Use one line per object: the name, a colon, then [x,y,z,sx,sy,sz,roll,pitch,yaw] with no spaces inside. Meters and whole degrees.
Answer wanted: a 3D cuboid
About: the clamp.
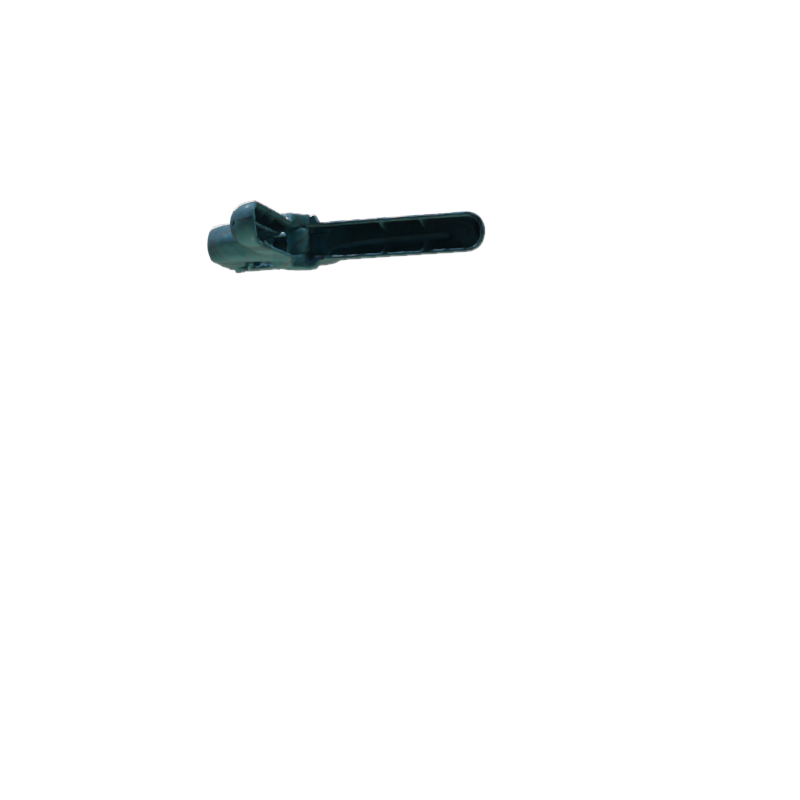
clamp: [-0.057,-0.103,0.722,0.160,0.037,0.215,-1,2,-23]
